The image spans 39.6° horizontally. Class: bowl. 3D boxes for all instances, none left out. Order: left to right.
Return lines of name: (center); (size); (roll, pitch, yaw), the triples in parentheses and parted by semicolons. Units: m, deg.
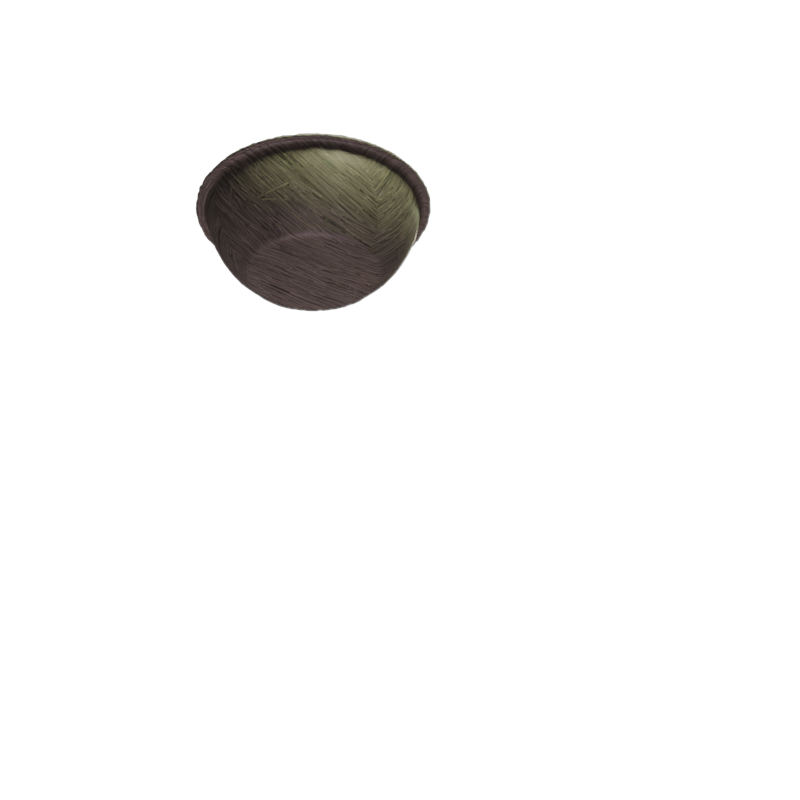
bowl: (-0.059, -0.107, 0.751); (0.162, 0.059, 0.152); (1, -31, -2)
